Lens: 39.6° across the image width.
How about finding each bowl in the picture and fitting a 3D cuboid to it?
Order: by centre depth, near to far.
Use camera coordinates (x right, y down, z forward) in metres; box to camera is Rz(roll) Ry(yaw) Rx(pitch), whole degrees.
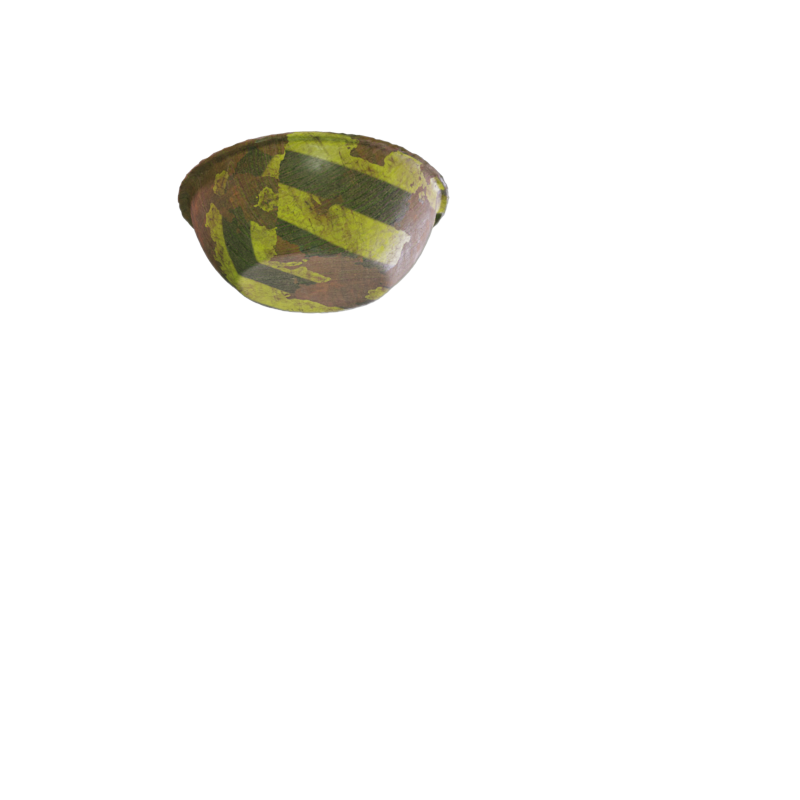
[{"bbox_3d":[-0.051,-0.093,0.652,0.162,0.058,0.154,0,-20,-2],"label":"bowl"}]
